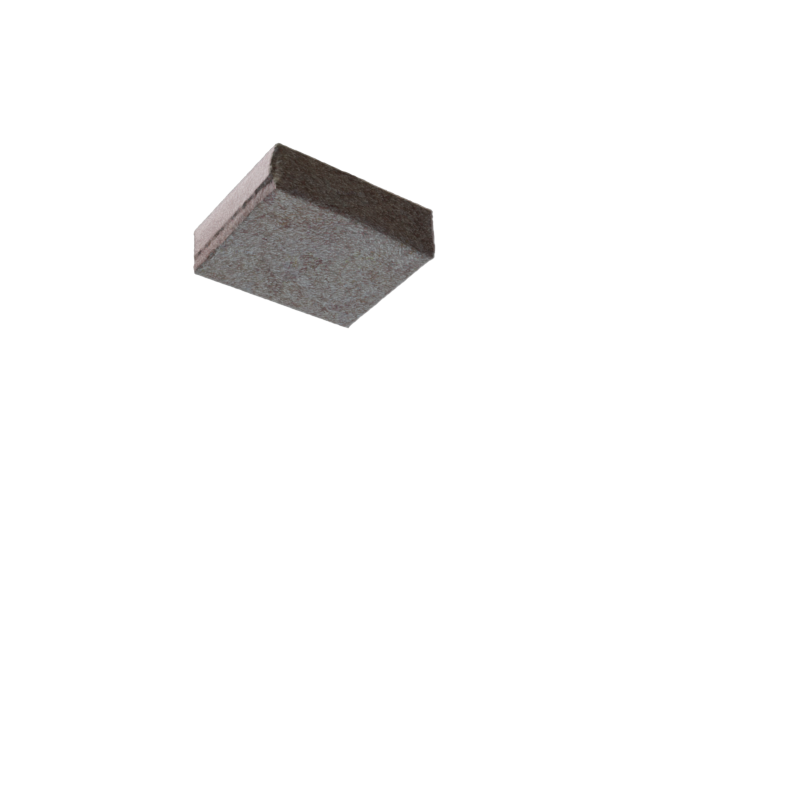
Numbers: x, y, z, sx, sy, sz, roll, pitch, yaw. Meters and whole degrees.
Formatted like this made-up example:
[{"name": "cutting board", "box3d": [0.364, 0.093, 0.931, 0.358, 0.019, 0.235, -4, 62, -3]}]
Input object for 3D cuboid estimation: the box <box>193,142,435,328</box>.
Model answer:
[{"name": "box", "box3d": [-0.050, -0.091, 0.639, 0.108, 0.042, 0.088, 22, -40, -29]}]
